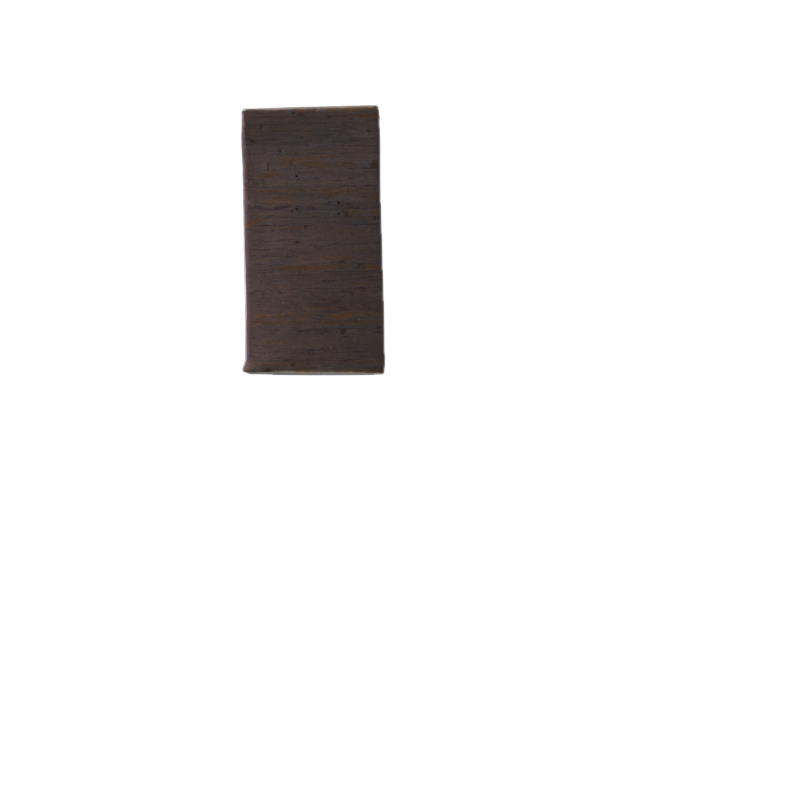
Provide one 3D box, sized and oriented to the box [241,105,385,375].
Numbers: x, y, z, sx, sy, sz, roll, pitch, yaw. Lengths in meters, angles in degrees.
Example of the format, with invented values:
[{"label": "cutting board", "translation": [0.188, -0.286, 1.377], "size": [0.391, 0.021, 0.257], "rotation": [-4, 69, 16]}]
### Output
[{"label": "box", "translation": [-0.058, -0.105, 0.737], "size": [0.094, 0.179, 0.047], "rotation": [-1, -6, 3]}]
